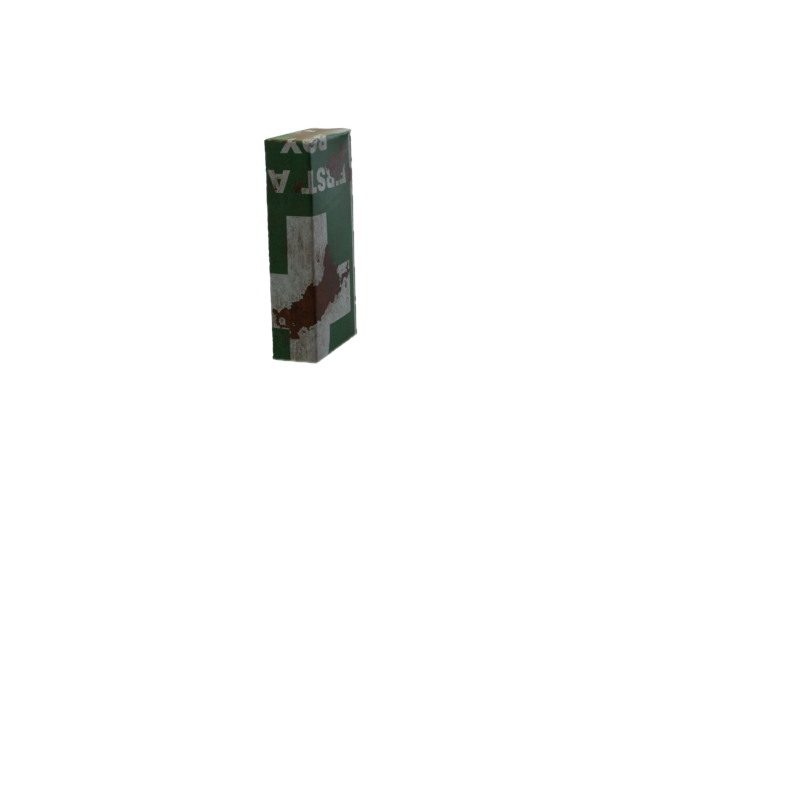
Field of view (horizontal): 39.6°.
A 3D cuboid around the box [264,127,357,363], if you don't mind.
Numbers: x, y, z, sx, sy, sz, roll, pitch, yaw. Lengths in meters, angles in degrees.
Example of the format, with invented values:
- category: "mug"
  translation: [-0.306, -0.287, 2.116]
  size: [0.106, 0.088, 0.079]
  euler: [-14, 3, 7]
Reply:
- category: "box"
  translation: [-0.070, -0.127, 0.893]
  size: [0.049, 0.171, 0.094]
  euler: [5, 15, 18]
